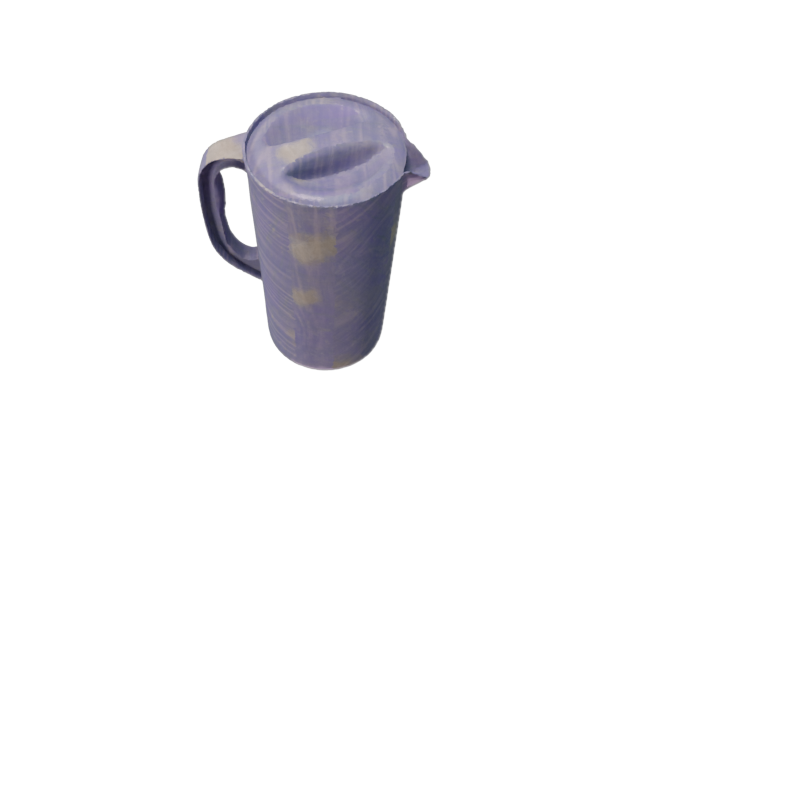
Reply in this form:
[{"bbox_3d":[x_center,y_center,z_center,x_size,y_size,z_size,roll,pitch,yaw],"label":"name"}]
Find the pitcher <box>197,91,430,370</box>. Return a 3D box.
[{"bbox_3d":[-0.075,-0.137,0.960,0.146,0.227,0.159,-34,61,-26],"label":"pitcher"}]
